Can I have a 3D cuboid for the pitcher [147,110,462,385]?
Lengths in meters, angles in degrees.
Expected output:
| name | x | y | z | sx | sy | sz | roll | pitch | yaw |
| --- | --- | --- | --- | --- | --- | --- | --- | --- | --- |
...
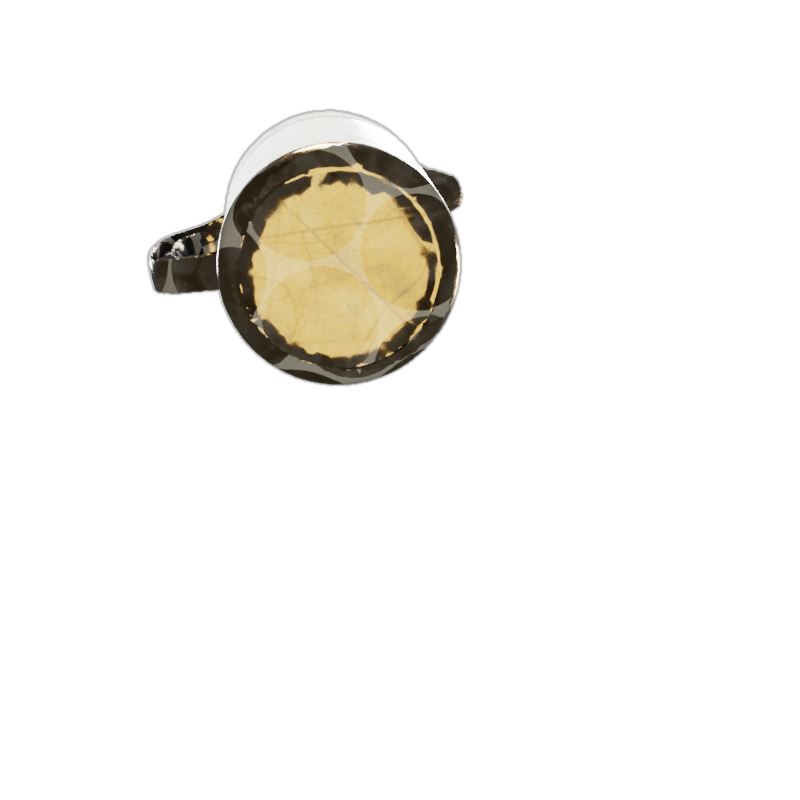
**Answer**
| name | x | y | z | sx | sy | sz | roll | pitch | yaw |
| --- | --- | --- | --- | --- | --- | --- | --- | --- | --- |
| pitcher | -0.047 | -0.085 | 0.595 | 0.143 | 0.148 | 0.249 | 34 | 9 | -10 |
